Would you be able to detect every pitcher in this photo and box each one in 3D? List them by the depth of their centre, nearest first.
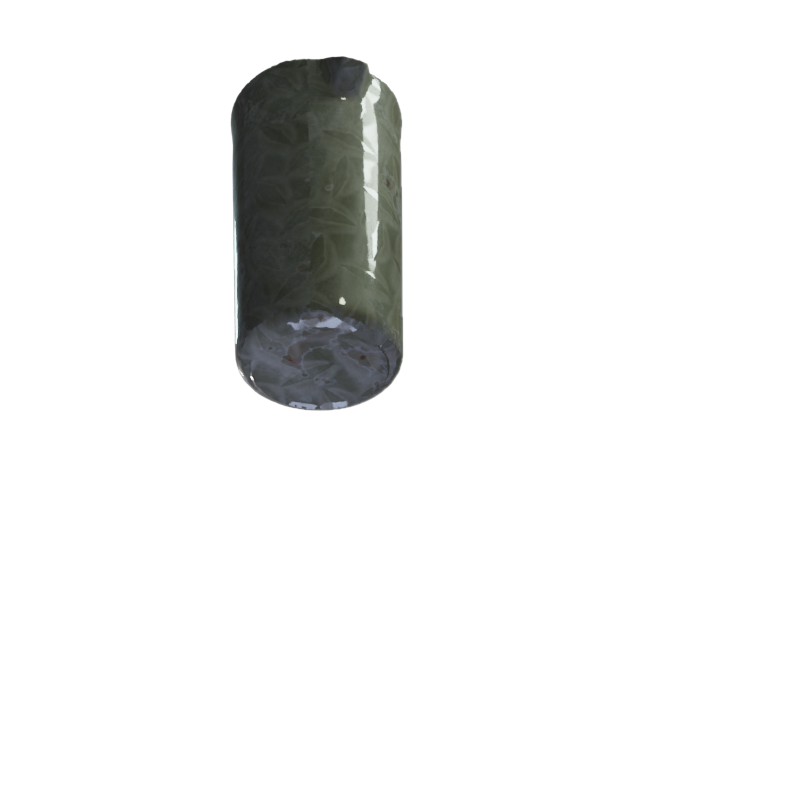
[{"bbox_3d":[-0.062,-0.113,0.791,0.146,0.261,0.137,-16,-41,16],"label":"pitcher"}]
